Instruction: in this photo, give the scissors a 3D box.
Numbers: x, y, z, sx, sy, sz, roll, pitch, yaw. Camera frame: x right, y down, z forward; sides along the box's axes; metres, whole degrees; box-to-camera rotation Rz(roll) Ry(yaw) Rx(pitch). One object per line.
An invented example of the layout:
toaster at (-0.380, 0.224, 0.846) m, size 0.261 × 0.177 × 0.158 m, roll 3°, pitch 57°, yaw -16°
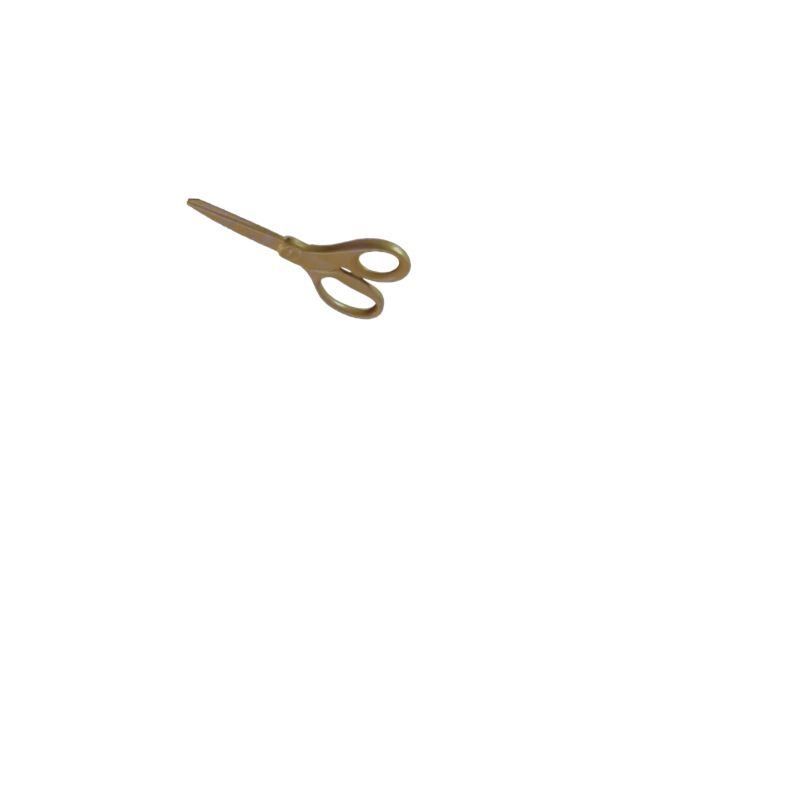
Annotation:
scissors at (-0.072, -0.131, 0.919) m, size 0.096 × 0.017 × 0.188 m, roll -31°, pitch -51°, yaw 29°
